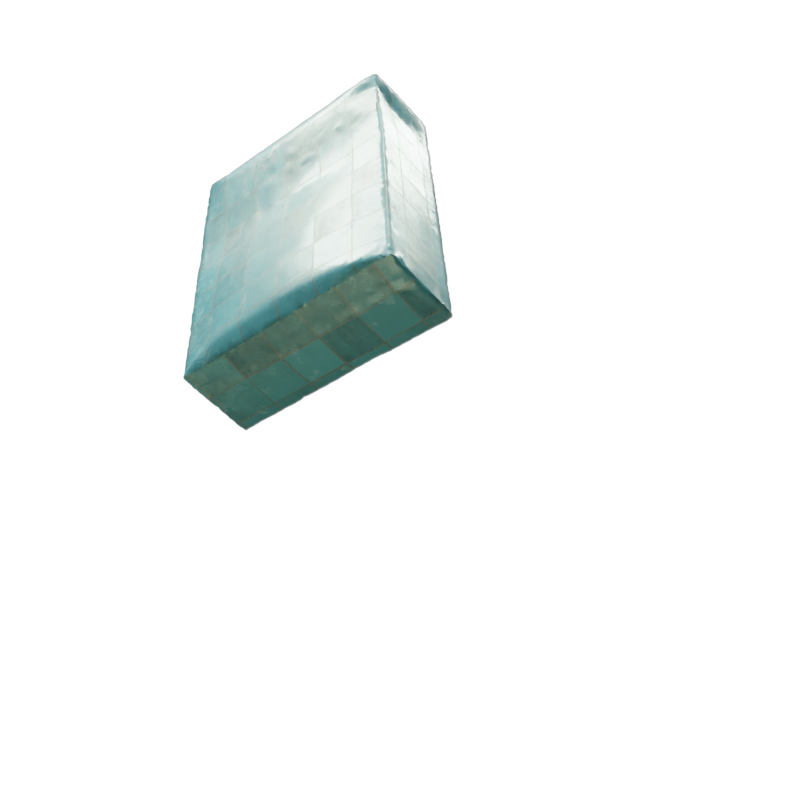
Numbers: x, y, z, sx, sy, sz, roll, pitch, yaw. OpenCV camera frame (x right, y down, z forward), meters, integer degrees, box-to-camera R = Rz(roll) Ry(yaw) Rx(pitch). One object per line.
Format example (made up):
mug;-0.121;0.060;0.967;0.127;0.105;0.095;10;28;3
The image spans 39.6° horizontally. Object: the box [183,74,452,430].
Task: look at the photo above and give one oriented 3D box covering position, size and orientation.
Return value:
box;-0.059;-0.108;0.754;0.164;0.229;0.067;-29;-52;22
